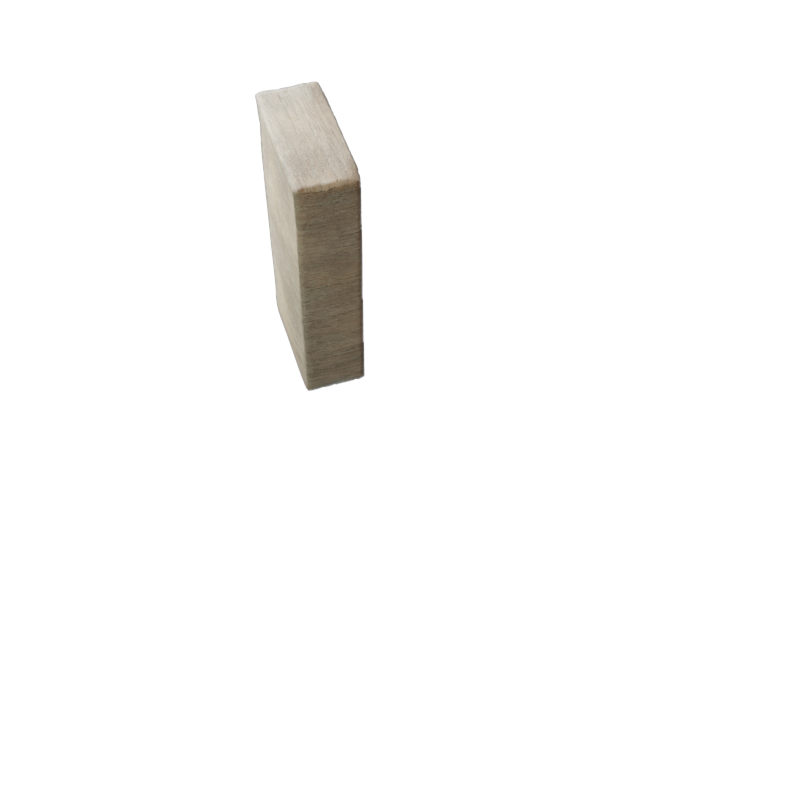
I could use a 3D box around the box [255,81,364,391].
[{"bbox_3d":[-0.053,-0.097,0.682,0.047,0.101,0.164,-11,-38,-13],"label":"box"}]
